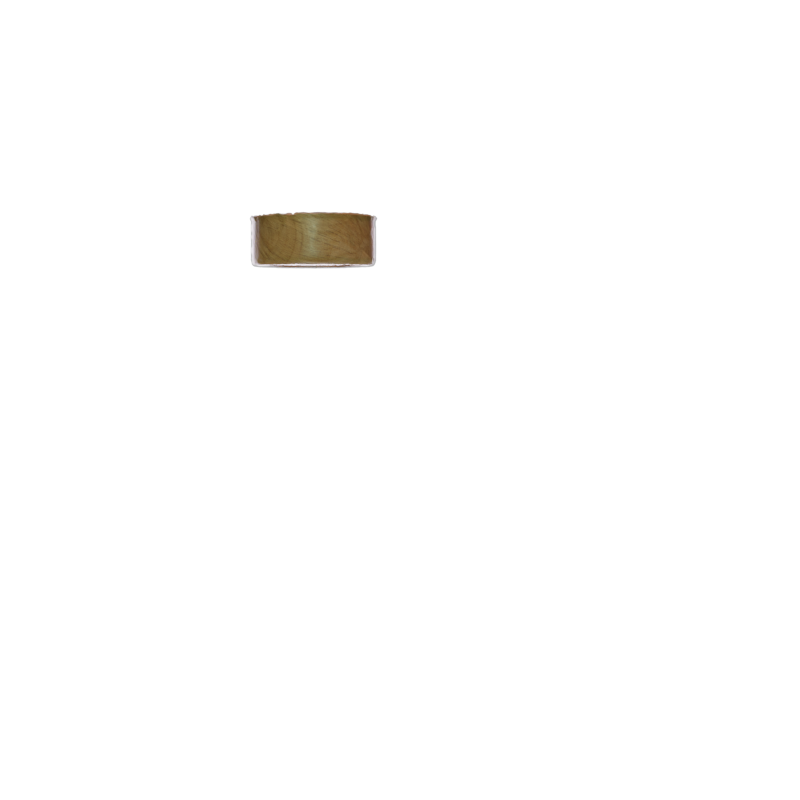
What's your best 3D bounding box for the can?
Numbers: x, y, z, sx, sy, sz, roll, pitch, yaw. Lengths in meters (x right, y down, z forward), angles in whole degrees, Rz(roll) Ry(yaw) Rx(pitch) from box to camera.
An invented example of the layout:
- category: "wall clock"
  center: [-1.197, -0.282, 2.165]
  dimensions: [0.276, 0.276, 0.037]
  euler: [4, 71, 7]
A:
- category: "can"
  center: [-0.058, -0.107, 0.747]
  dimensions: [0.086, 0.034, 0.086]
  euler: [0, 4, -2]
